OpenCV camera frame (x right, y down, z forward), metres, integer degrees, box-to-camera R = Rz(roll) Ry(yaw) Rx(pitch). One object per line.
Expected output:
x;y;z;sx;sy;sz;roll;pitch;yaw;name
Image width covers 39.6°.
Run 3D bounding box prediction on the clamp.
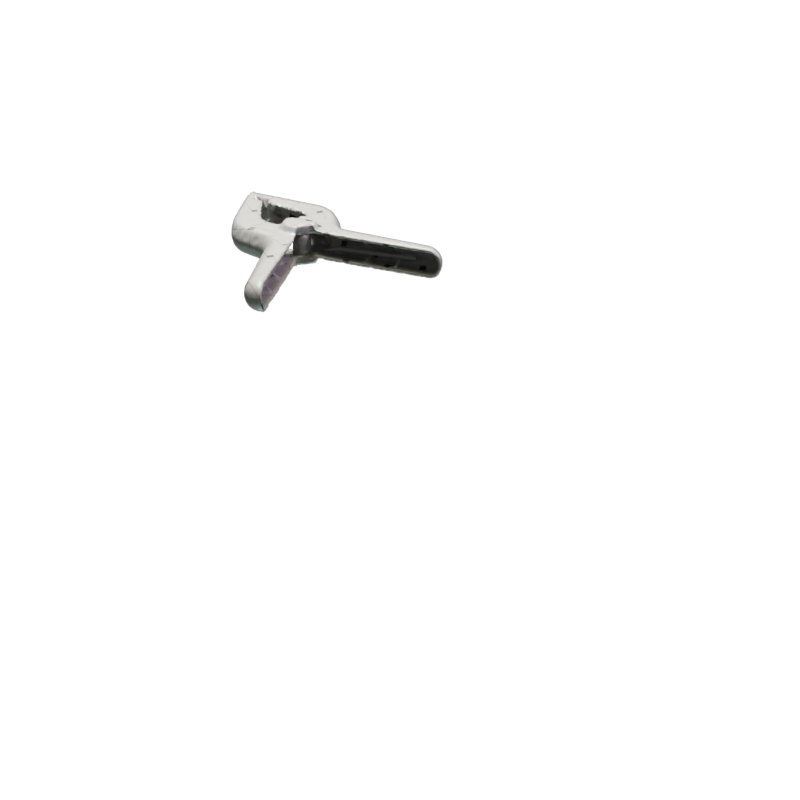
-0.072;-0.132;0.926;0.162;0.034;0.225;-9;29;-18;clamp
